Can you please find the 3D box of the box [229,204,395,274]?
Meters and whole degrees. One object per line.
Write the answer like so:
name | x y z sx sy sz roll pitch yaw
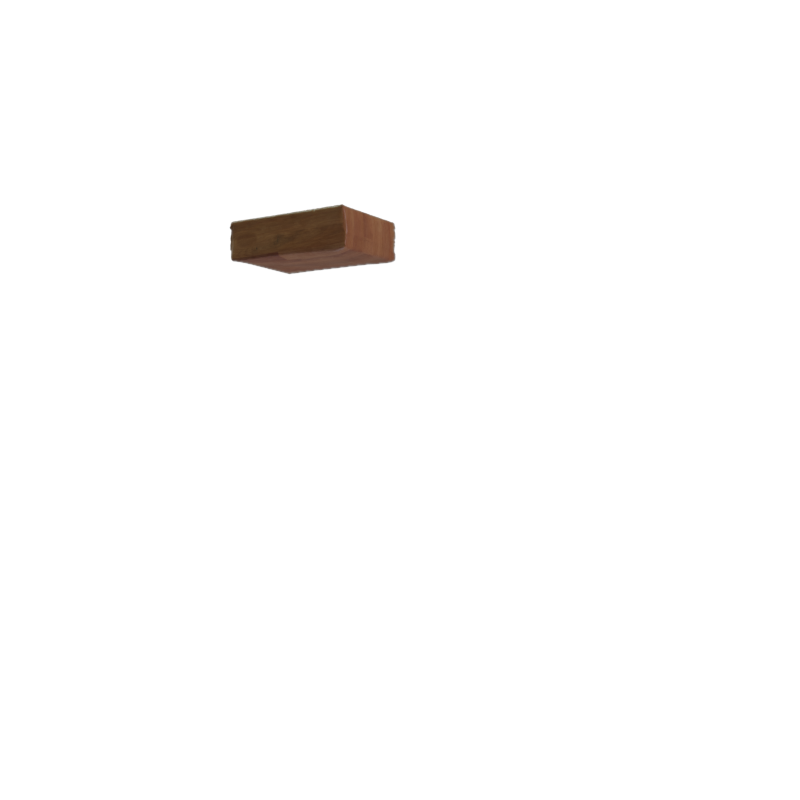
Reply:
box | -0.073 -0.133 0.934 0.117 0.039 0.086 -1 -3 30
